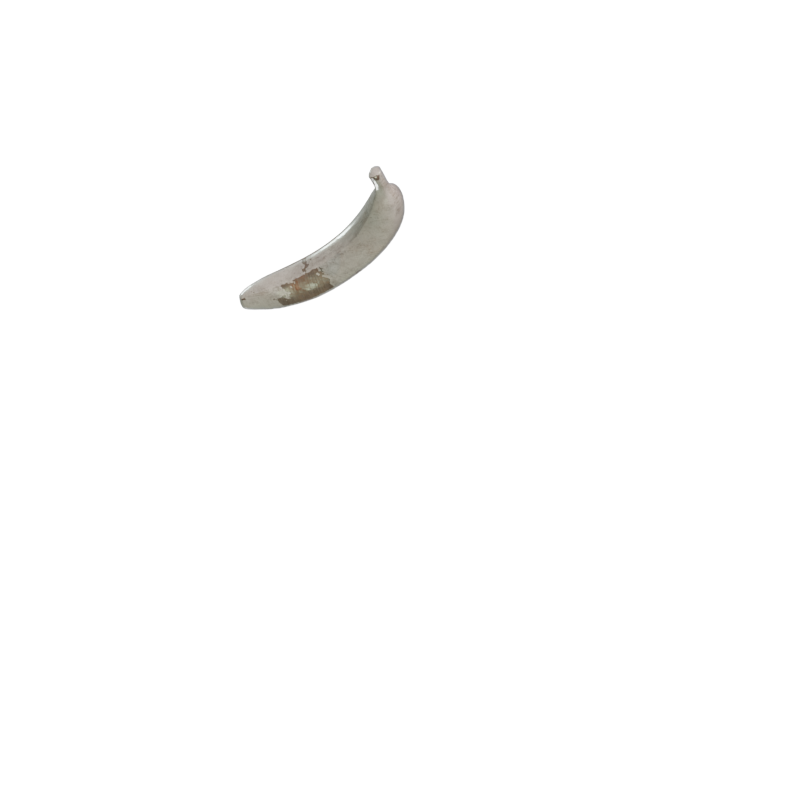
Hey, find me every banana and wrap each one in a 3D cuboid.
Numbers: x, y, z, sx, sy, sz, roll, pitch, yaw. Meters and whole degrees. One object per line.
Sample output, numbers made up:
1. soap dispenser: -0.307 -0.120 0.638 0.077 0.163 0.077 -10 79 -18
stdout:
1. banana: -0.057 -0.129 0.945 0.066 0.039 0.194 29 -51 -28
